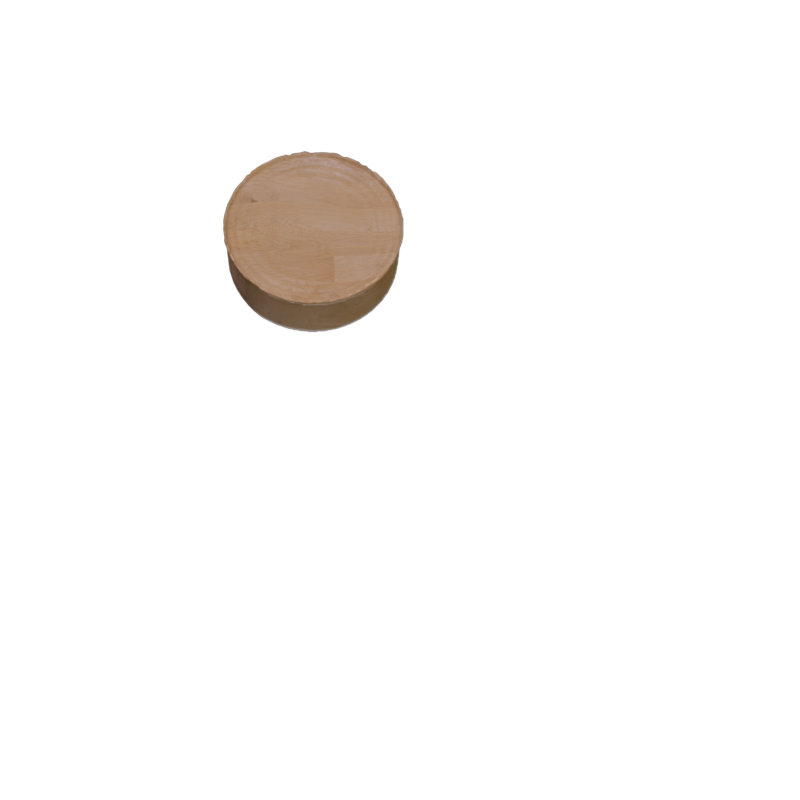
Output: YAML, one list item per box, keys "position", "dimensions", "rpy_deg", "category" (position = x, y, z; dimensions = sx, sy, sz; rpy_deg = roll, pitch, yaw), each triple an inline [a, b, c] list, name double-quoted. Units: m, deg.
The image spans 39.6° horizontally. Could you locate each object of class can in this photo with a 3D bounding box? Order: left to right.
- position: [-0.042, -0.077, 0.539]
  dimensions: [0.086, 0.091, 0.032]
  rpy_deg: [-1, -29, -1]
  category: "can"
